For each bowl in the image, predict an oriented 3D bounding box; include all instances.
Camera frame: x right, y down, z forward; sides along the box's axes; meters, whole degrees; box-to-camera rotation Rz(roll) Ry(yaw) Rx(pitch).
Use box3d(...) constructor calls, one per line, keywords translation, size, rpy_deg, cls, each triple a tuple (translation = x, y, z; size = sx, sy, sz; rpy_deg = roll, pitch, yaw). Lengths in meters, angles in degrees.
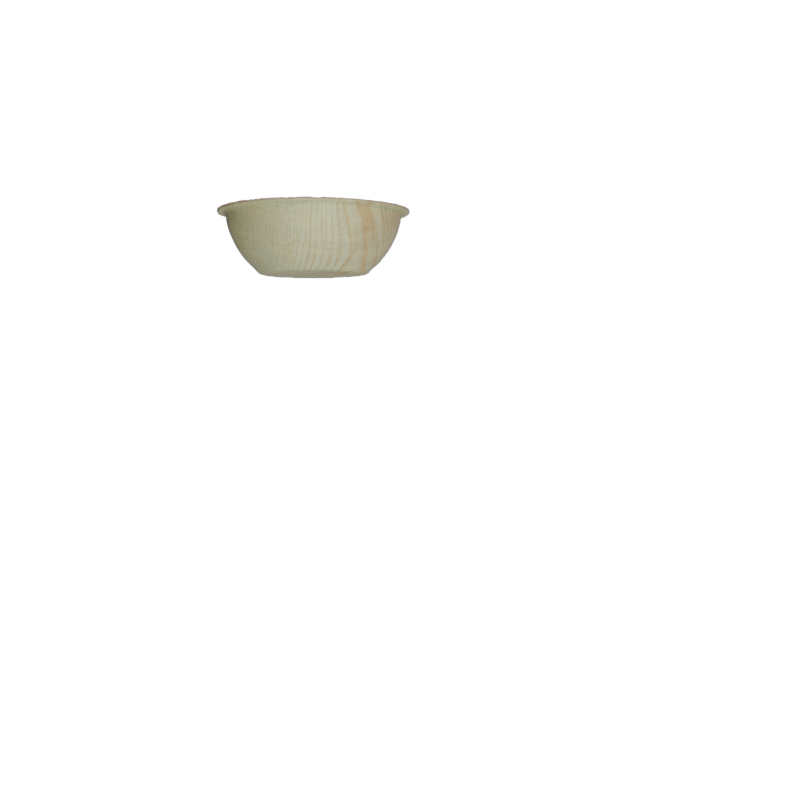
box3d(translation=(-0.072, -0.132, 0.924), size=(0.162, 0.055, 0.161), rpy_deg=(0, 1, -2), cls="bowl")
